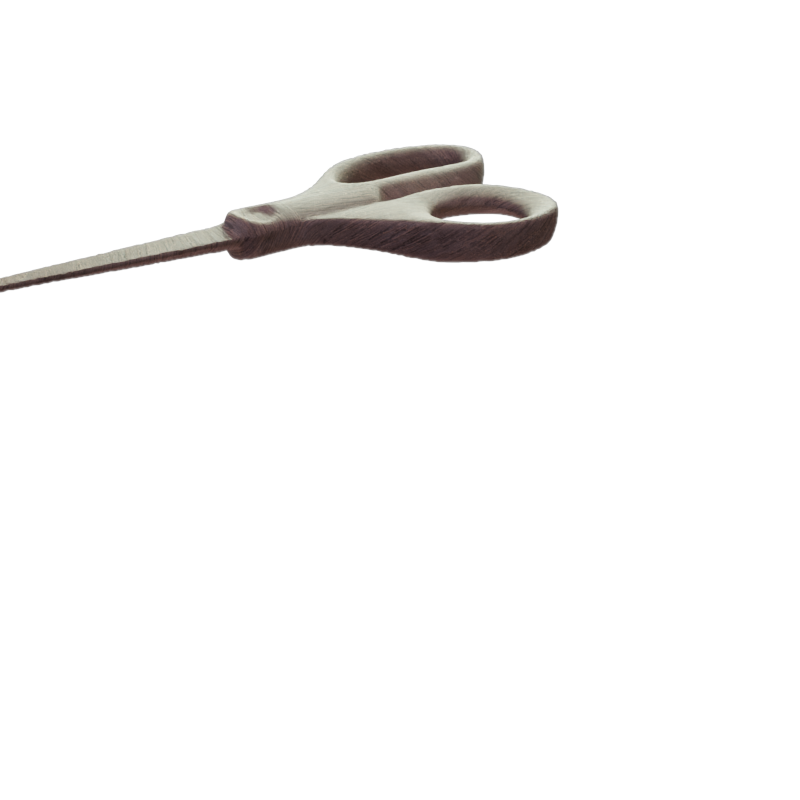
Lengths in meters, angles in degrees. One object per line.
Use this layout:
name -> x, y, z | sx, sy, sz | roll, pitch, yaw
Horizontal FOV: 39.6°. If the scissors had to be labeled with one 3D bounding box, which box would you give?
scissors -> -0.028, -0.051, 0.358 | 0.102, 0.015, 0.201 | 23, 36, 35
